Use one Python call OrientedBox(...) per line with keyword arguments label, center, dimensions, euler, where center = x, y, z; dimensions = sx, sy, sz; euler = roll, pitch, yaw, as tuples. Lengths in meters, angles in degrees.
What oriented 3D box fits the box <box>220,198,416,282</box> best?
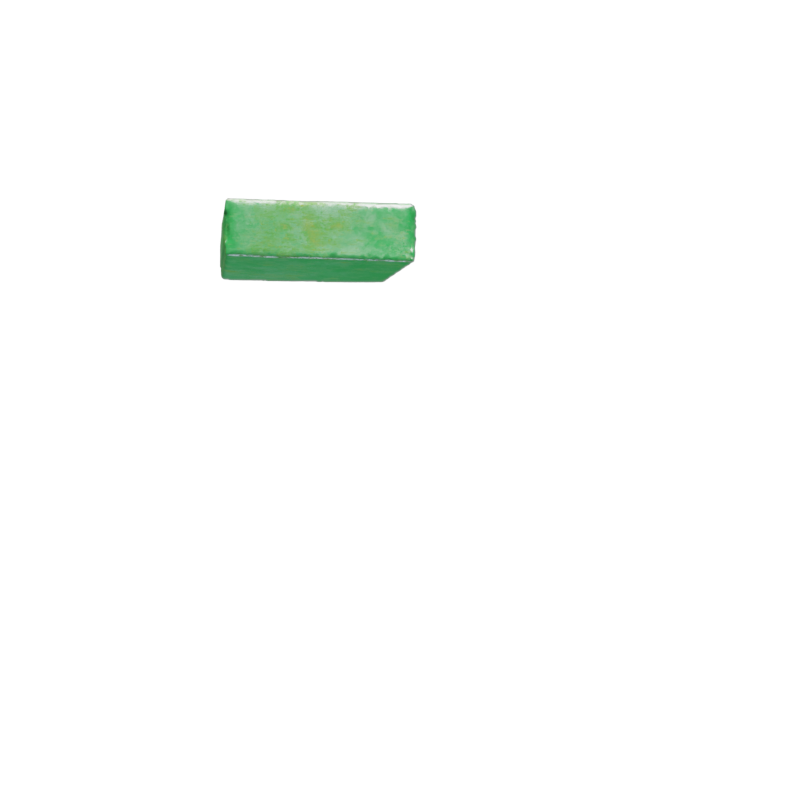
OrientedBox(label="box", center=(-0.042, -0.077, 0.537), dimensions=(0.088, 0.031, 0.073), euler=(0, -3, -8))
